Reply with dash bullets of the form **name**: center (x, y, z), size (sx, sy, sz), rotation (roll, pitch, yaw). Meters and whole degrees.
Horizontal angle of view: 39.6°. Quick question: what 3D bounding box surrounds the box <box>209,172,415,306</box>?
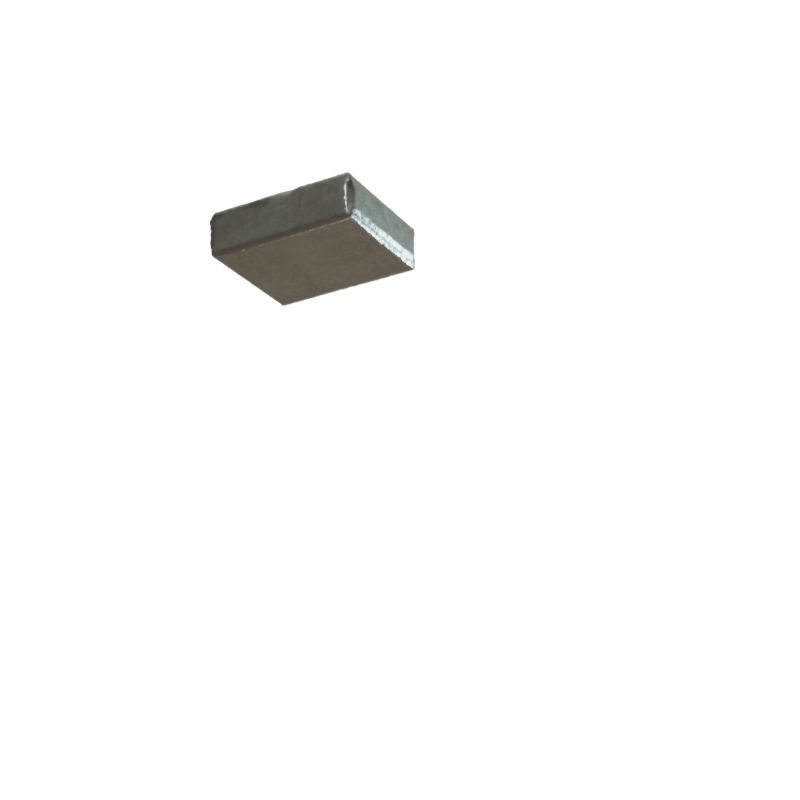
- **box**: center (-0.047, -0.086, 0.603), size (0.091, 0.032, 0.068), rotation (-12, -24, 27)
